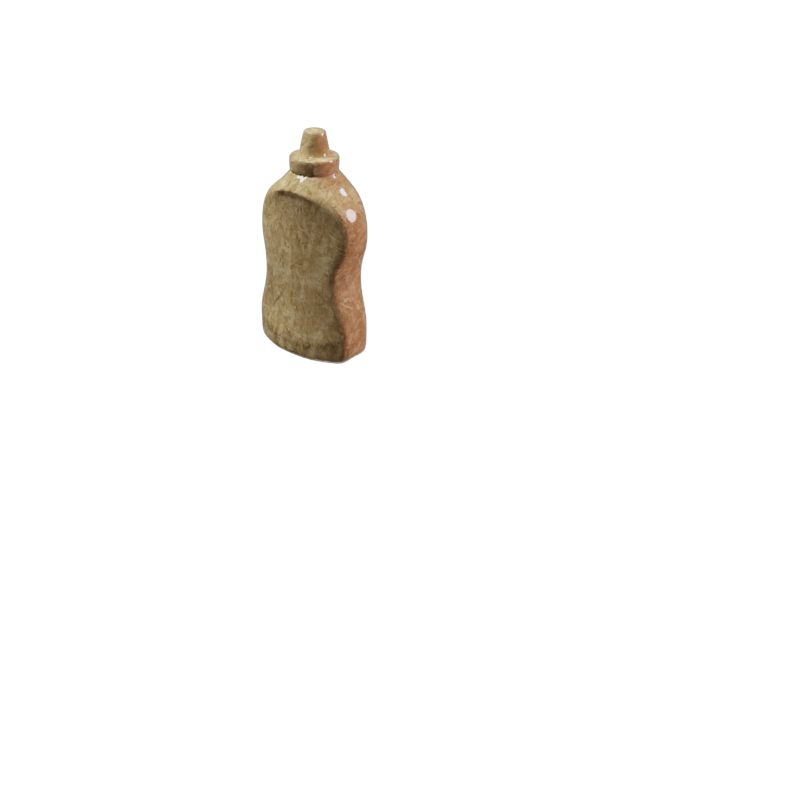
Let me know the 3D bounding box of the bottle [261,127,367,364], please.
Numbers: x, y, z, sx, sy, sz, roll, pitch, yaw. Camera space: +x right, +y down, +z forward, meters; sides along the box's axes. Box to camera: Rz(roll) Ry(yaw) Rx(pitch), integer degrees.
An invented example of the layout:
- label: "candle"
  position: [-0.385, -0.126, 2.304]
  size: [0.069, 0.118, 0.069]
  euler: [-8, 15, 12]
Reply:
- label: "bottle"
  position: [-0.072, -0.132, 0.921]
  size: [0.102, 0.182, 0.058]
  euler: [21, 30, 36]
